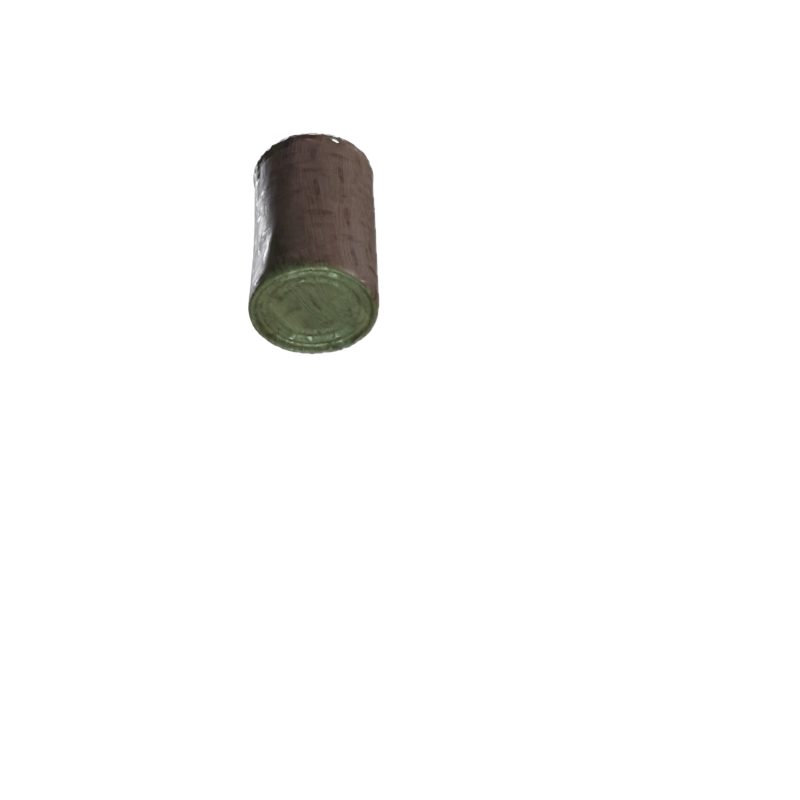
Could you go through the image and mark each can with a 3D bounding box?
[{"bbox_3d":[-0.046,-0.084,0.590,0.068,0.110,0.064,-1,-41,-3],"label":"can"}]
